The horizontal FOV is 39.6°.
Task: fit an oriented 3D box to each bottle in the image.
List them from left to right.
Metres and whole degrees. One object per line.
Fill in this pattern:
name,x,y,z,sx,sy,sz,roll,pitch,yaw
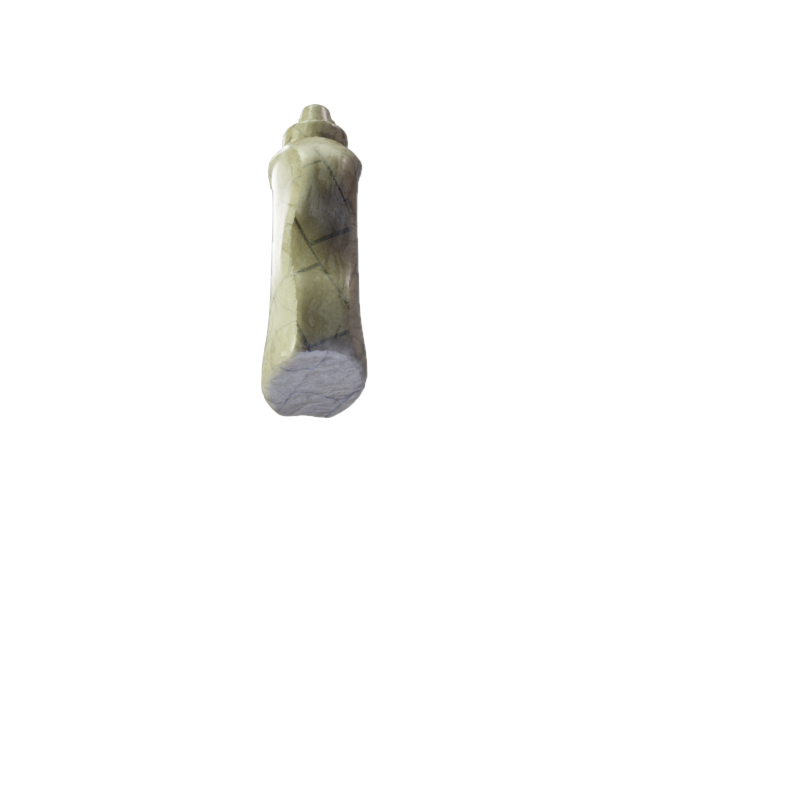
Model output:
bottle,-0.051,-0.094,0.657,0.058,0.204,0.091,2,-28,-8
